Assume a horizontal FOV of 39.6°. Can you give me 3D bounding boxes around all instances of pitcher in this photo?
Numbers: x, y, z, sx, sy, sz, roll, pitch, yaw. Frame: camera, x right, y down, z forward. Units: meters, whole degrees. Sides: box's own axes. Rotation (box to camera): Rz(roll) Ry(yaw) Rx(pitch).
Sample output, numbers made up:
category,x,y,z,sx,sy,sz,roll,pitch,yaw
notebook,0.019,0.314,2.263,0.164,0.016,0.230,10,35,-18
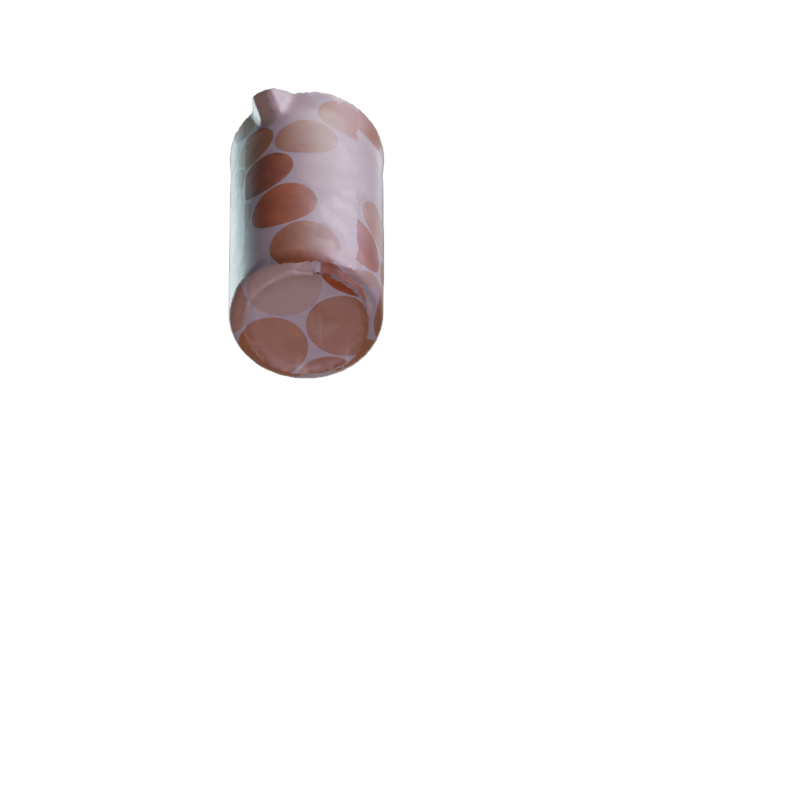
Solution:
category,x,y,z,sx,sy,sz,roll,pitch,yaw
pitcher,-0.068,-0.124,0.867,0.145,0.139,0.260,16,35,-15
